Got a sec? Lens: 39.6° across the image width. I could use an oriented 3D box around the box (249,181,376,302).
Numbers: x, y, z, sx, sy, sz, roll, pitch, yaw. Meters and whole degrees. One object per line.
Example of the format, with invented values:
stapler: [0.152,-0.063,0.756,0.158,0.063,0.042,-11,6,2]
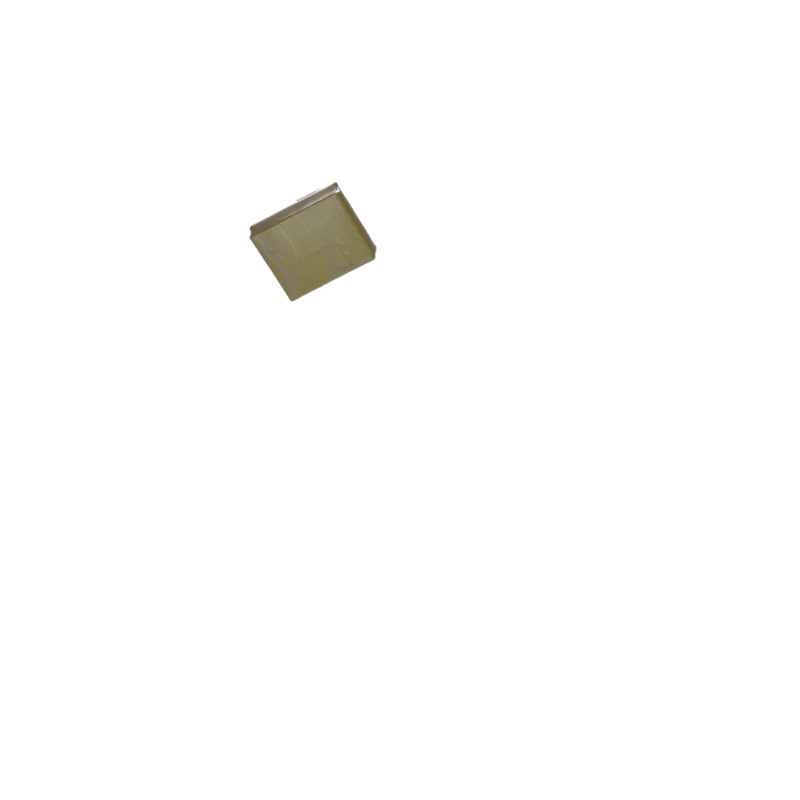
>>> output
box: [-0.076,-0.138,0.968,0.089,0.069,0.032,-26,25,12]
